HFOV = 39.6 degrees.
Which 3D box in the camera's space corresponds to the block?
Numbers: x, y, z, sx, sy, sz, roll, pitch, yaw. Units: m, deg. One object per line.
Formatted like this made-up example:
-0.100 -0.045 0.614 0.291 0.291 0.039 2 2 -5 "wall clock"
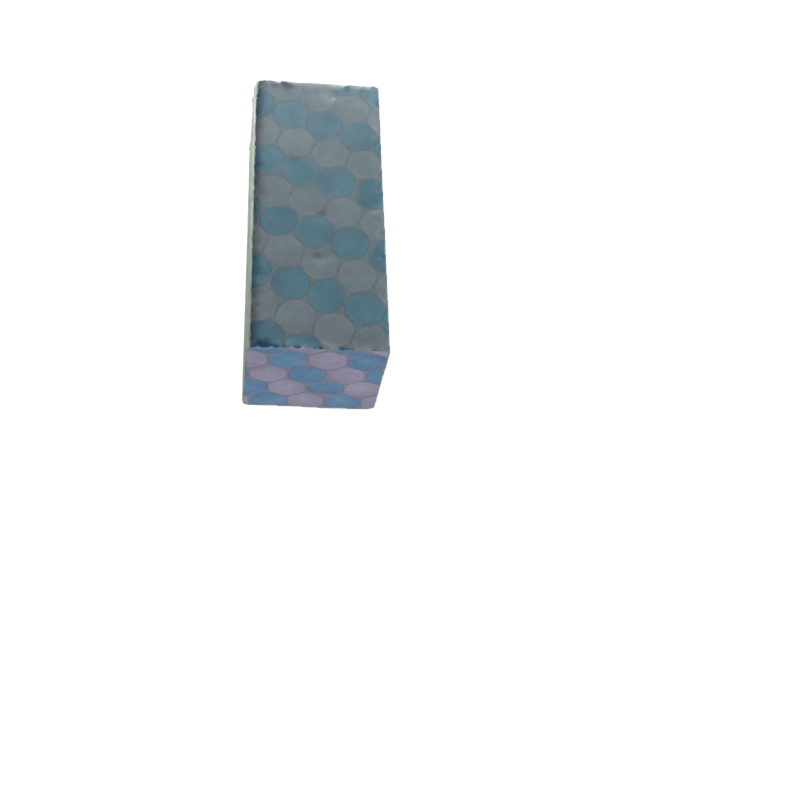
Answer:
-0.060 -0.108 0.756 0.089 0.219 0.086 2 -29 -7 "block"
